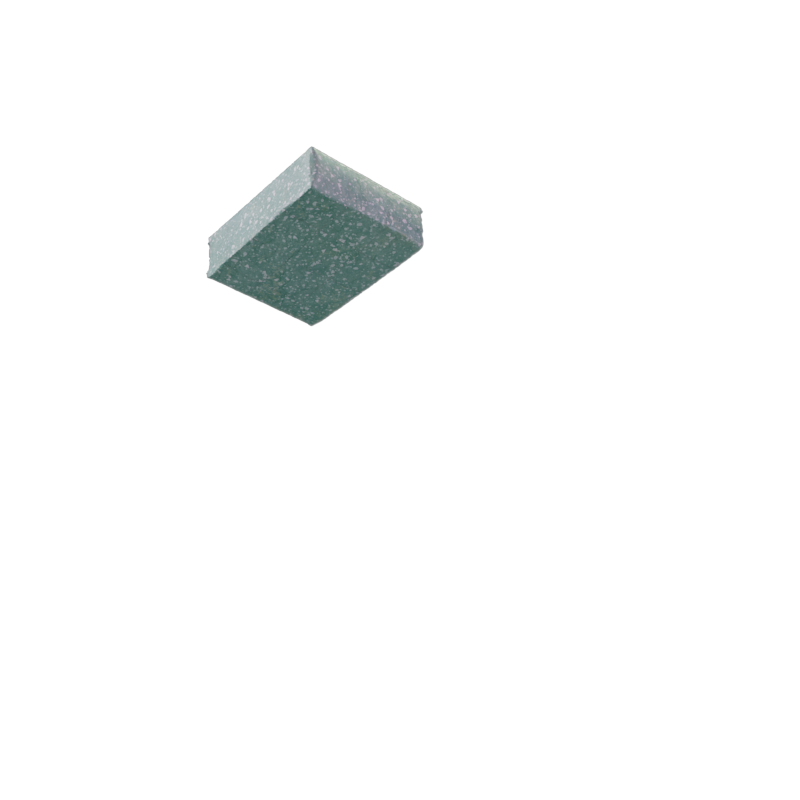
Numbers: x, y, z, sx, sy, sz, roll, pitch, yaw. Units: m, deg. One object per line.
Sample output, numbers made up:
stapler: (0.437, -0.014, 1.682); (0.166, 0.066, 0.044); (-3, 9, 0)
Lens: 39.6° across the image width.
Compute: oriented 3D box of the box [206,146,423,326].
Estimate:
box: (-0.055, -0.100, 0.699); (0.085, 0.042, 0.112); (27, -45, -32)
